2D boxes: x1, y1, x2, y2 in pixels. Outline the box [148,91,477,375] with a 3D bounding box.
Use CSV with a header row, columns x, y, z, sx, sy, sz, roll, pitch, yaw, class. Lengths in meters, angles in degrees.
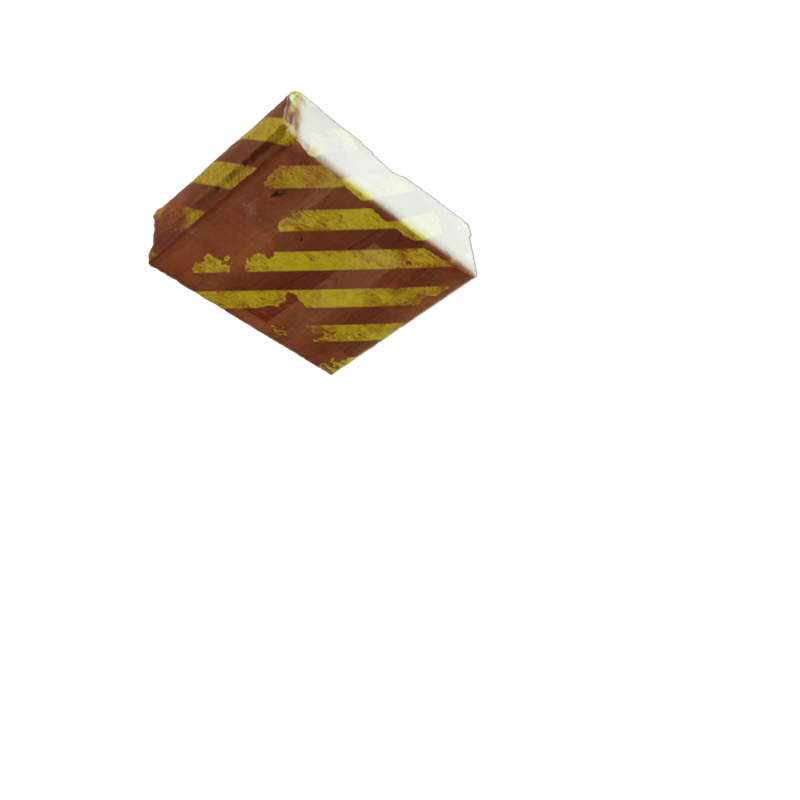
x,y,z,sx,sy,sz,roll,pitch,yaw,class
-0.030,-0.055,0.384,0.084,0.032,0.072,34,-53,-31,box
